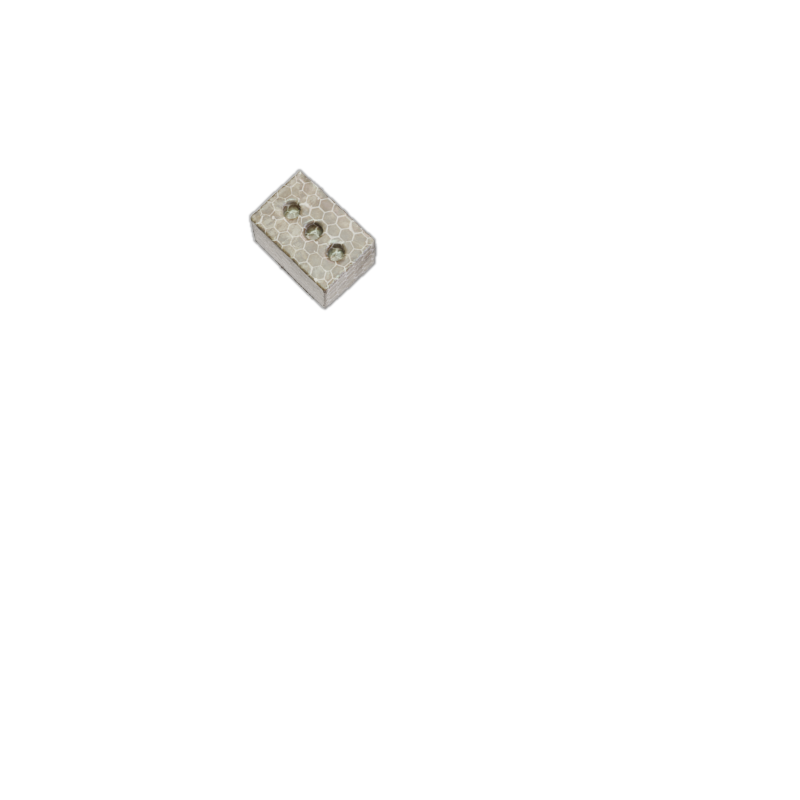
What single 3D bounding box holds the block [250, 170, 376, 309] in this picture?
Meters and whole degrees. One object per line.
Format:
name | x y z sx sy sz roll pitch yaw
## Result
block | -0.062 -0.113 0.794 0.080 0.053 0.049 43 -12 10
